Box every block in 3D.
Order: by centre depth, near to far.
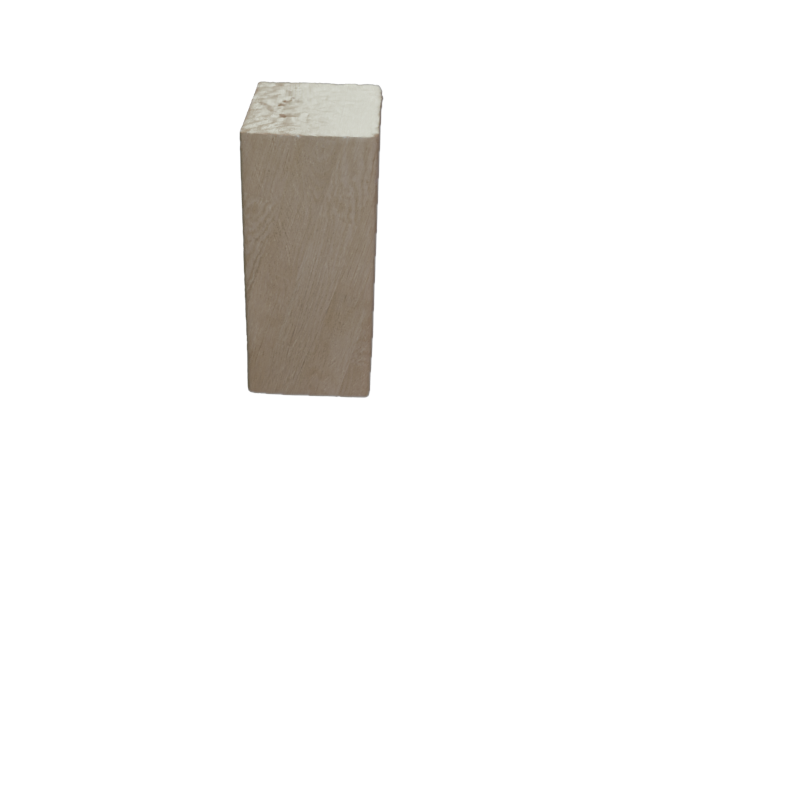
[{"bbox_3d":[-0.061,-0.112,0.785,0.090,0.194,0.096,3,32,1],"label":"block"}]
